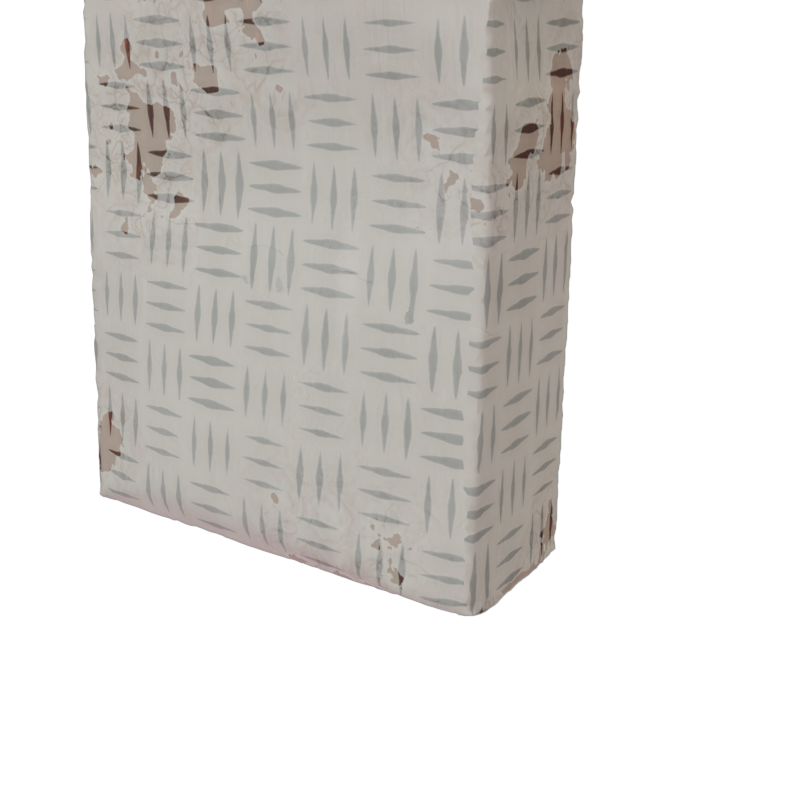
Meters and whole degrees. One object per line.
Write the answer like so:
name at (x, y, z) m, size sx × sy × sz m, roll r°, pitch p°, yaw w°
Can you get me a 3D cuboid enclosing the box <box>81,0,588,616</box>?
box at (-0.030, -0.055, 0.382) m, size 0.172 × 0.207 × 0.071 m, roll 11°, pitch 17°, yaw 33°
